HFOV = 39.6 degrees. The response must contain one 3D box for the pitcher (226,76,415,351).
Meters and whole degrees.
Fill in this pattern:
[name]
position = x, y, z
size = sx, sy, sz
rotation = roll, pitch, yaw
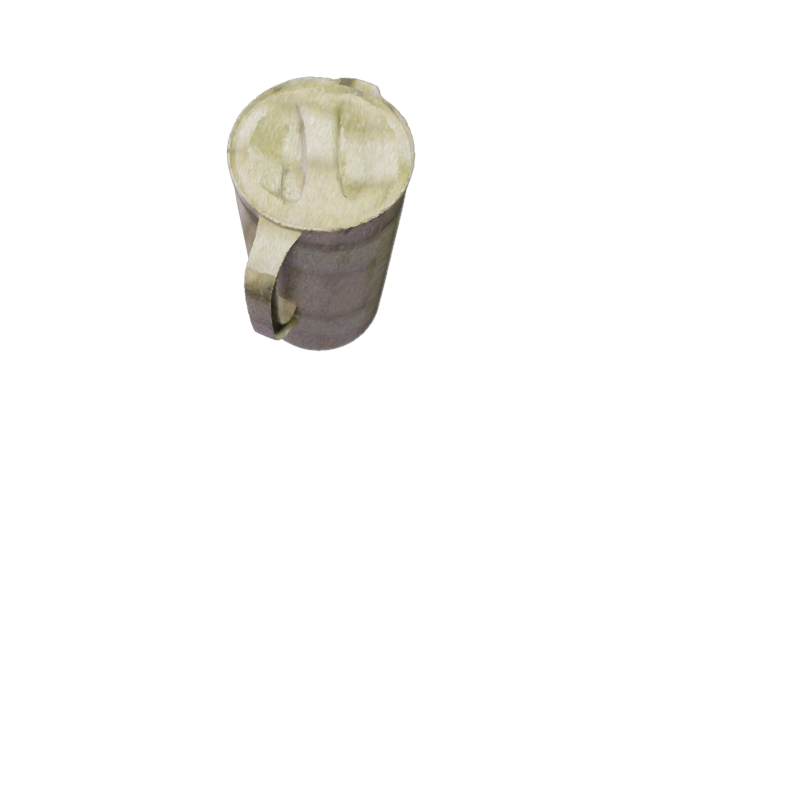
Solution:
[pitcher]
position = -0.069, -0.125, 0.877
size = 0.148, 0.154, 0.230
rotation = -19, -23, -12
